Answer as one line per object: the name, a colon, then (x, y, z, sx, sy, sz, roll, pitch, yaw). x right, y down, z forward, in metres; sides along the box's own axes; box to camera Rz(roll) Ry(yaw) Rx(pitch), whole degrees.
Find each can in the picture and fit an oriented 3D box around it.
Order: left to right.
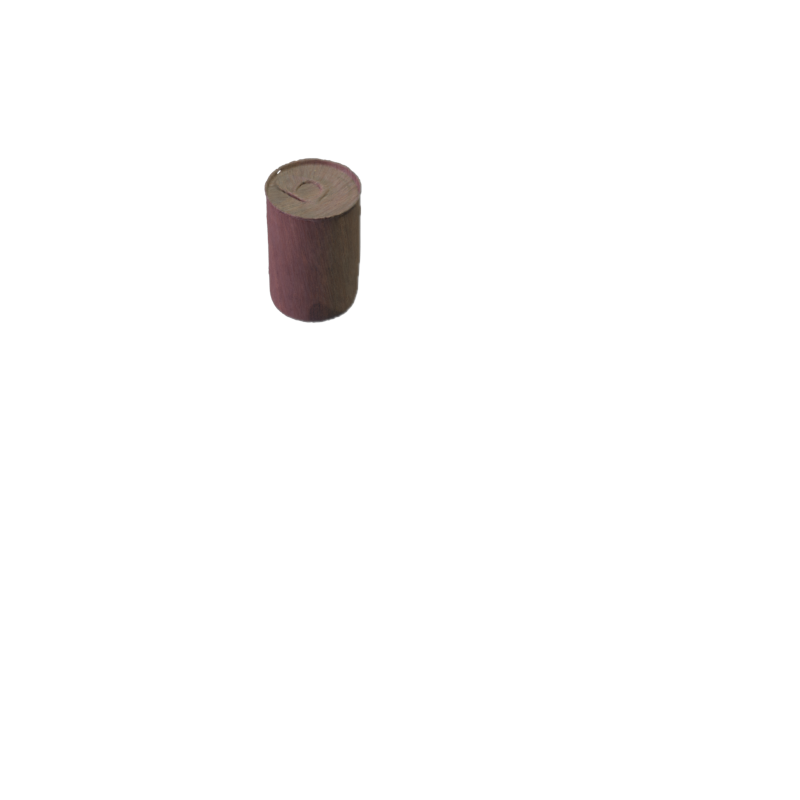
can: (-0.063, -0.115, 0.803, 0.068, 0.074, 0.095, 0, -45, -3)
